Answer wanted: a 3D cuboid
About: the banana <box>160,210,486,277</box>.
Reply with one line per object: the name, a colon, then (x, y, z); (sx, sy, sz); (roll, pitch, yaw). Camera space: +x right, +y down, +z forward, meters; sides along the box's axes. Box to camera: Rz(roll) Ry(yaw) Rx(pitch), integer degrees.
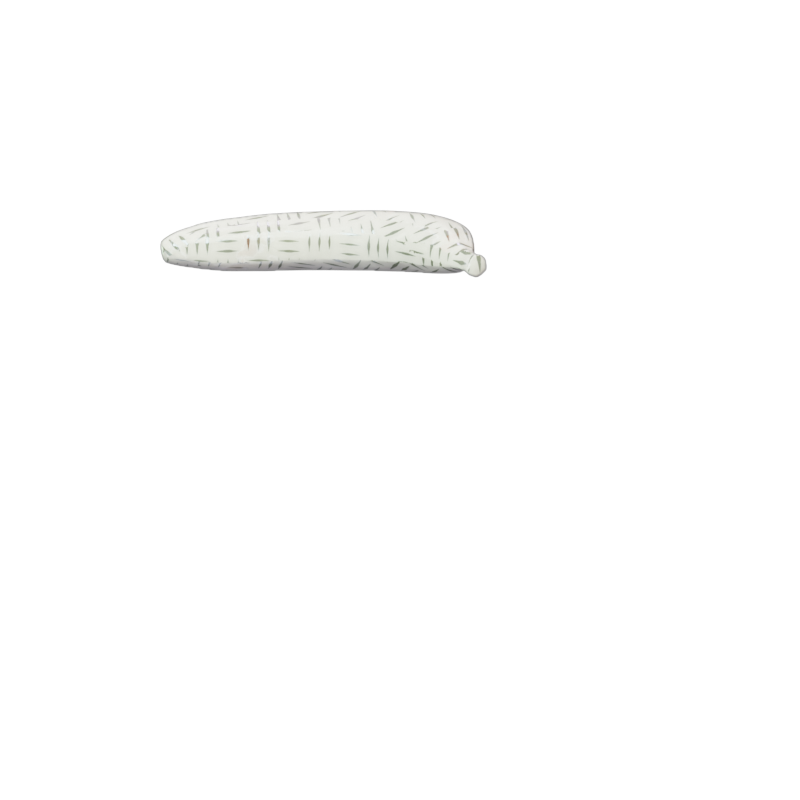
banana: (-0.041, -0.093, 0.651); (0.203, 0.036, 0.068); (3, 8, 20)
